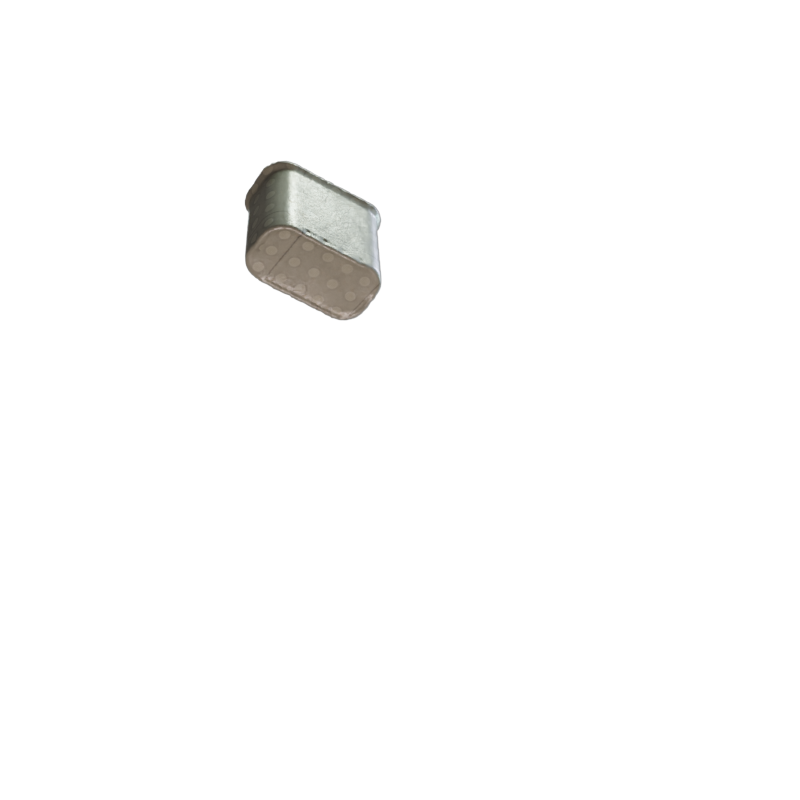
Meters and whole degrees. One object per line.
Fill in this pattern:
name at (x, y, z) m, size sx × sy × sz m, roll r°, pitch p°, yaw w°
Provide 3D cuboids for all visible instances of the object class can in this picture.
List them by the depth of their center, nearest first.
can at (-0.063, -0.114, 0.801) m, size 0.098 × 0.056 × 0.090 m, roll 25°, pitch 33°, yaw -20°
